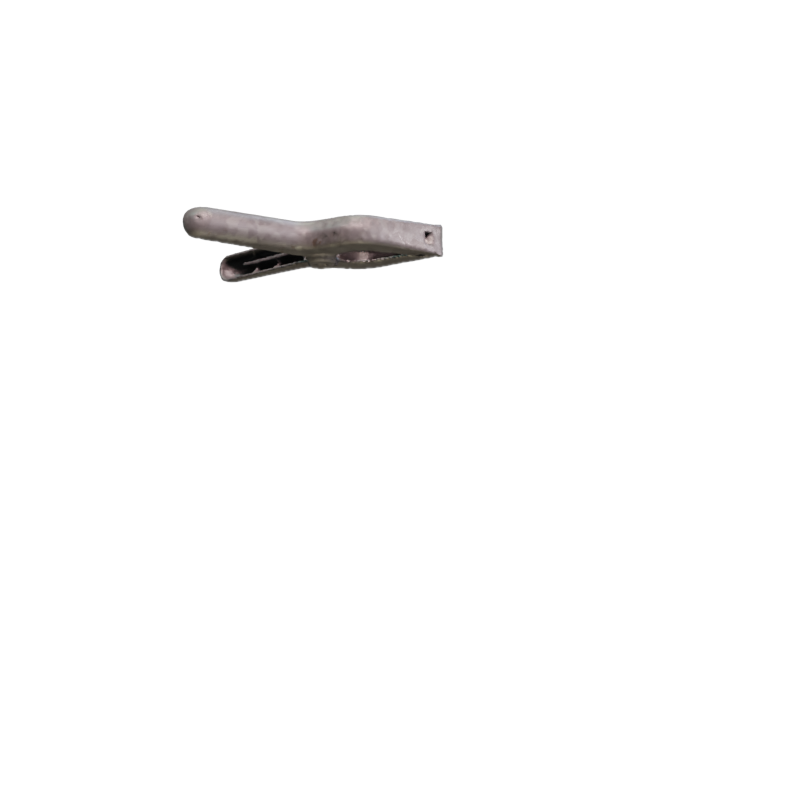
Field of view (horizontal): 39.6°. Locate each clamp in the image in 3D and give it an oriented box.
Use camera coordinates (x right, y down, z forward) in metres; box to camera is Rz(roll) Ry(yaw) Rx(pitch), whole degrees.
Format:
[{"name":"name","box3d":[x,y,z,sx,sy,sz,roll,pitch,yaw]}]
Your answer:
[{"name":"clamp","box3d":[-0.072,-0.131,0.920,0.213,0.037,0.158,-2,-8,11]}]
